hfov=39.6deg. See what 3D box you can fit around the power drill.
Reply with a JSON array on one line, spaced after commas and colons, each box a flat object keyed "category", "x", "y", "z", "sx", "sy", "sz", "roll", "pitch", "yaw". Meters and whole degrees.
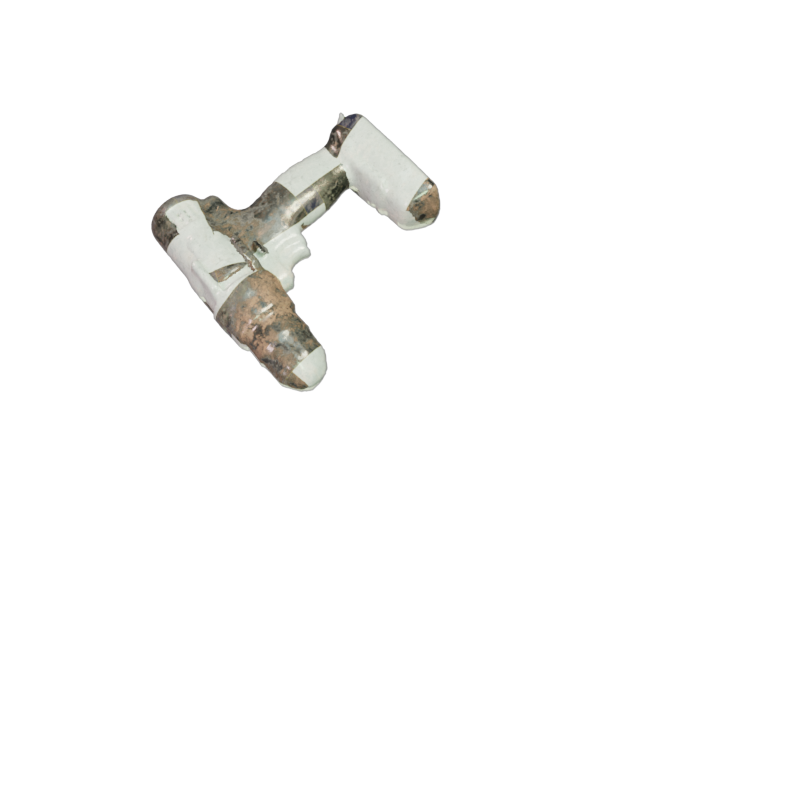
[{"category": "power drill", "x": -0.064, "y": -0.116, "z": 0.815, "sx": 0.188, "sy": 0.195, "sz": 0.054, "roll": -35, "pitch": -24, "yaw": -18}]
